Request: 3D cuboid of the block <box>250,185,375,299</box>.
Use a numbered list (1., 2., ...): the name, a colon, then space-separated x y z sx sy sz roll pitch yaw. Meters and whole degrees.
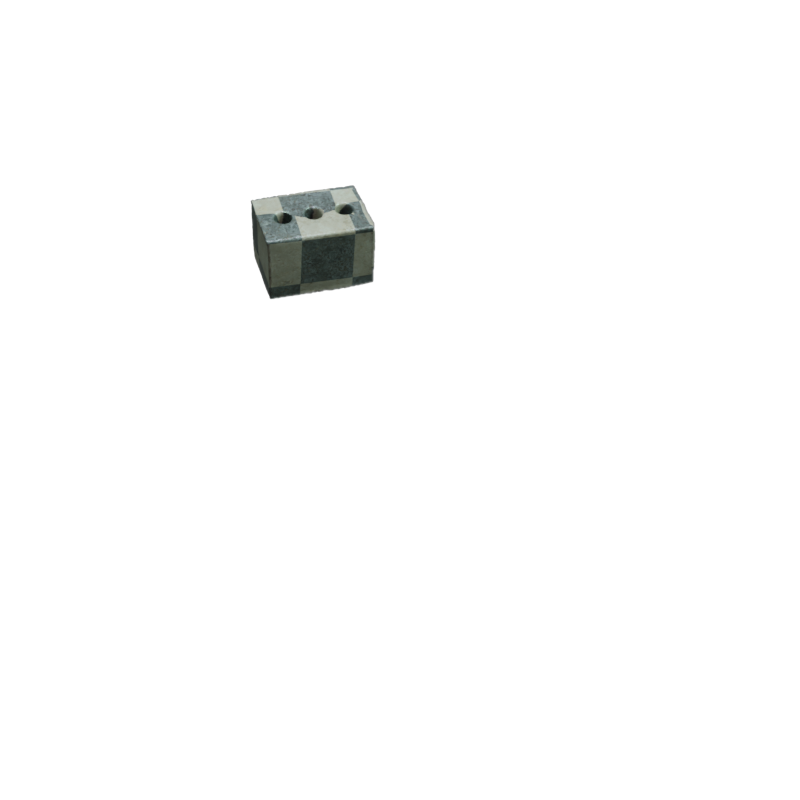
1. block: -0.061 -0.111 0.776 0.077 0.048 0.057 -10 42 -13
